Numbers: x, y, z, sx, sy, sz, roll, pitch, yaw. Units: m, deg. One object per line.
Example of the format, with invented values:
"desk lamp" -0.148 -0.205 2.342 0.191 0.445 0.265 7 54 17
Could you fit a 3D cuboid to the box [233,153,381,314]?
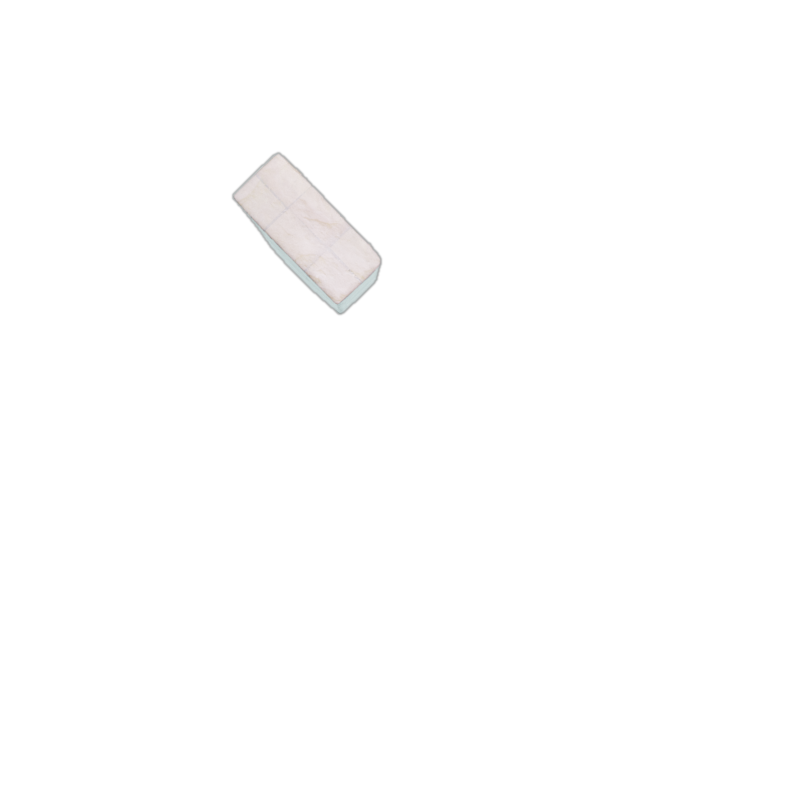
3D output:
"box" -0.057 -0.105 0.738 0.048 0.094 0.175 -44 2 -2
